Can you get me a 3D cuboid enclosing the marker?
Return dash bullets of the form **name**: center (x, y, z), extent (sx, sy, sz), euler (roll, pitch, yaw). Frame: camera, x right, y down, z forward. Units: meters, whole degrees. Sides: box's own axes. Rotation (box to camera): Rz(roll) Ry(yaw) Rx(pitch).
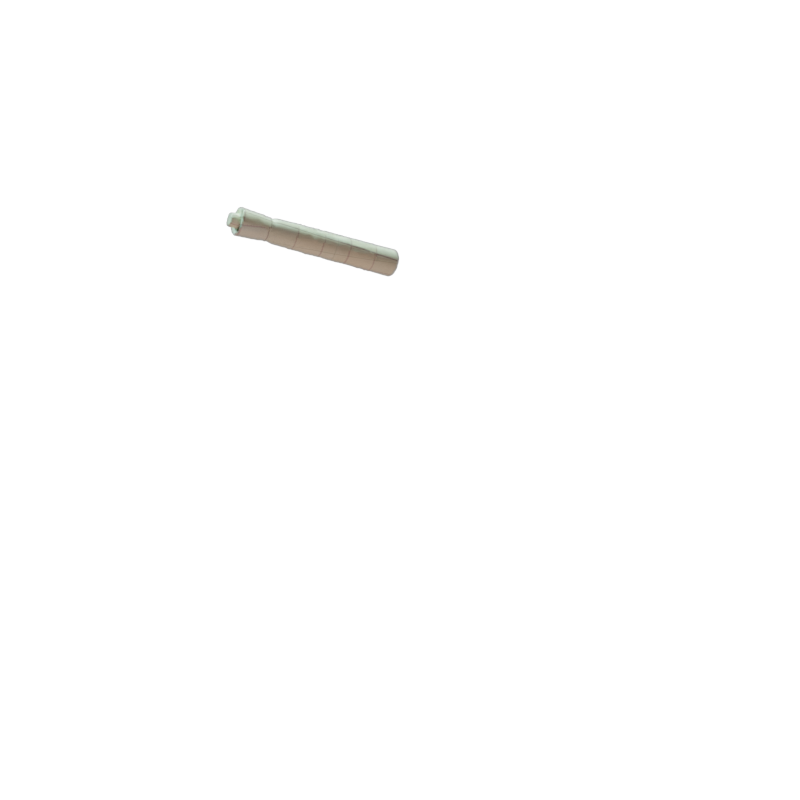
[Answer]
- **marker**: center (-0.057, -0.103, 0.724), extent (0.116, 0.020, 0.020), euler (12, -2, -25)
